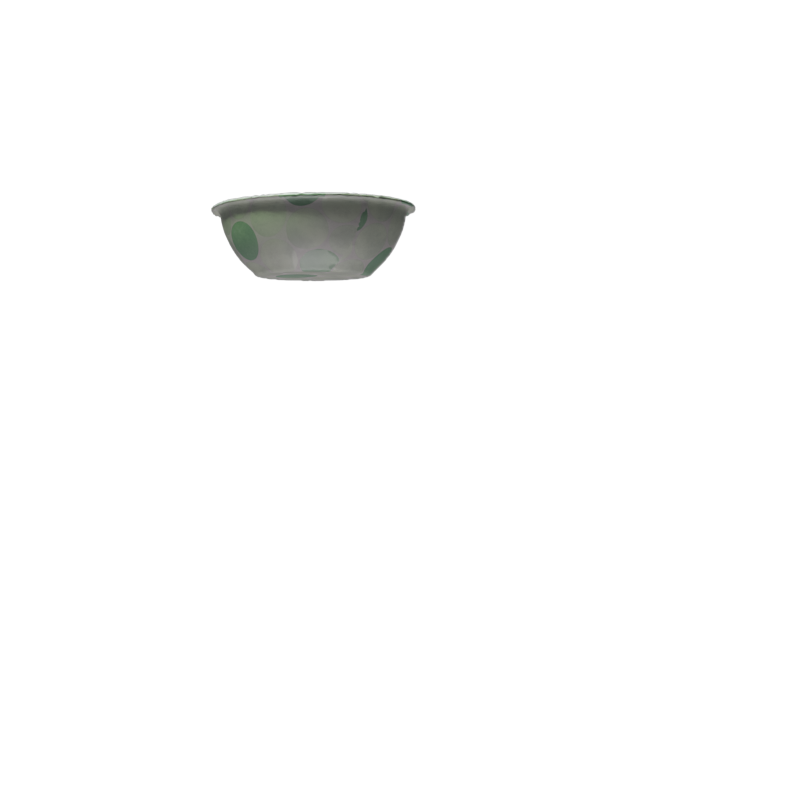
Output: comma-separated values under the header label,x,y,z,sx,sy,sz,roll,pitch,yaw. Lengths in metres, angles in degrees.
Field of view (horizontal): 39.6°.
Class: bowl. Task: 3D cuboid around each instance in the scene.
label,x,y,z,sx,sy,sz,roll,pitch,yaw
bowl,-0.068,-0.125,0.873,0.162,0.055,0.161,0,1,-2
